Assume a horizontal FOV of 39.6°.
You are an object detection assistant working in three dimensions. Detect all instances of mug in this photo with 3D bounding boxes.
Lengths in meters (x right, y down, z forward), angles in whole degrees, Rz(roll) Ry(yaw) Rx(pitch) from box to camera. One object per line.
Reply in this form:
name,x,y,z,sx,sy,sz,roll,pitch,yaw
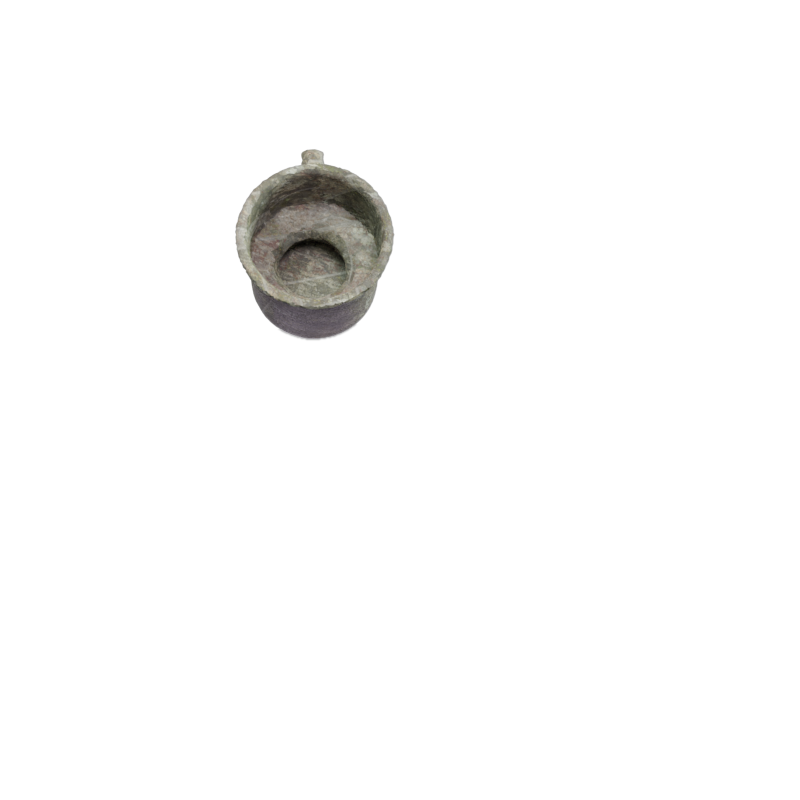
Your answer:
mug,-0.054,-0.099,0.691,0.093,0.123,0.078,-4,-20,-3
